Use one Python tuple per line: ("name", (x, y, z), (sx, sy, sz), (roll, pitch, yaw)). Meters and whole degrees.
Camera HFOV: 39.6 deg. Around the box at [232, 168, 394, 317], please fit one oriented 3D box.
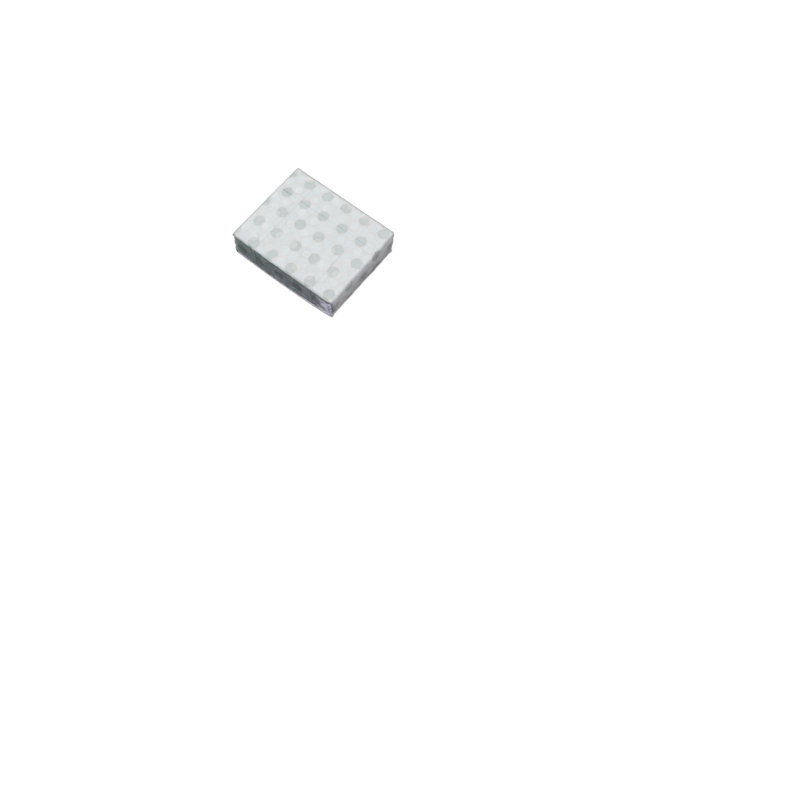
("box", (-0.076, -0.139, 0.975), (0.118, 0.091, 0.037), (36, -21, 16))
